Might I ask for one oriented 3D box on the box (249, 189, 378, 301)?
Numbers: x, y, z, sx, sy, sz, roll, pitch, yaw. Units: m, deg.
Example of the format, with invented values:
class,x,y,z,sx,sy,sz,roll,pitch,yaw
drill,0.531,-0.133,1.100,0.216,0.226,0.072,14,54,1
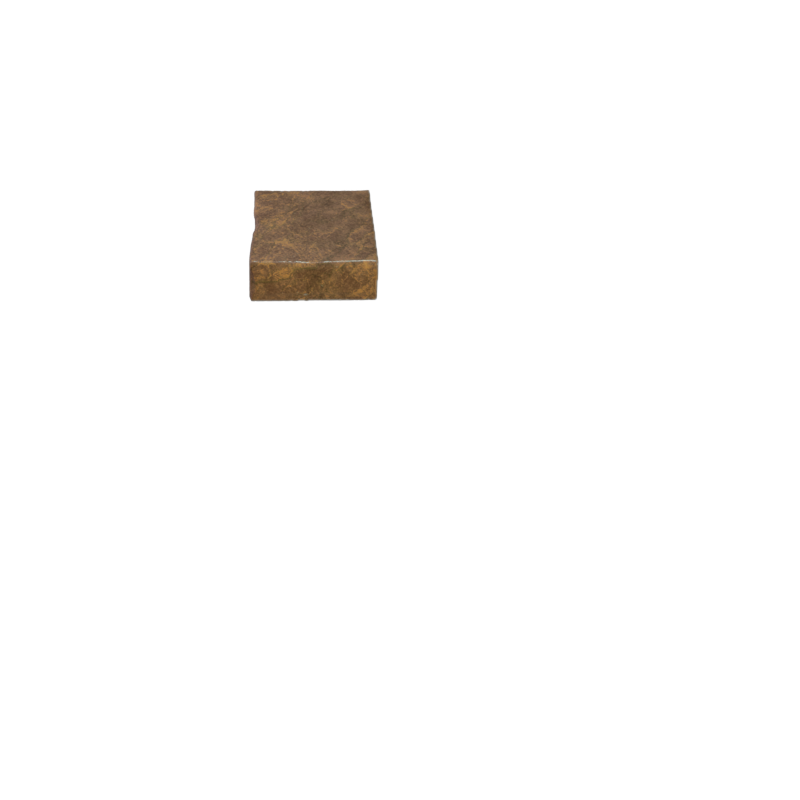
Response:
class,x,y,z,sx,sy,sz,roll,pitch,yaw
box,-0.052,-0.094,0.660,0.073,0.028,0.095,-1,36,-2
